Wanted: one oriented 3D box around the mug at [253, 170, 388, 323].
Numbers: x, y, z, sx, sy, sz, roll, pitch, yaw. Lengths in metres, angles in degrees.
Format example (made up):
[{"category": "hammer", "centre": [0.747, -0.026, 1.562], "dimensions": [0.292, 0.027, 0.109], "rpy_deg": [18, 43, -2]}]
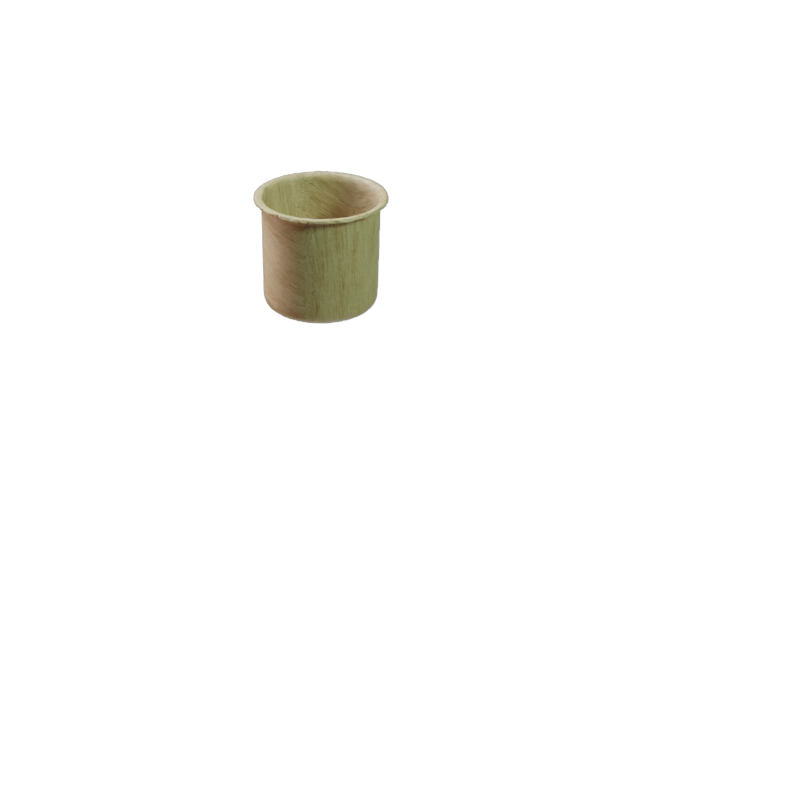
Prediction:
[{"category": "mug", "centre": [-0.061, -0.112, 0.785], "dimensions": [0.092, 0.077, 0.126], "rpy_deg": [-14, 32, -25]}]
